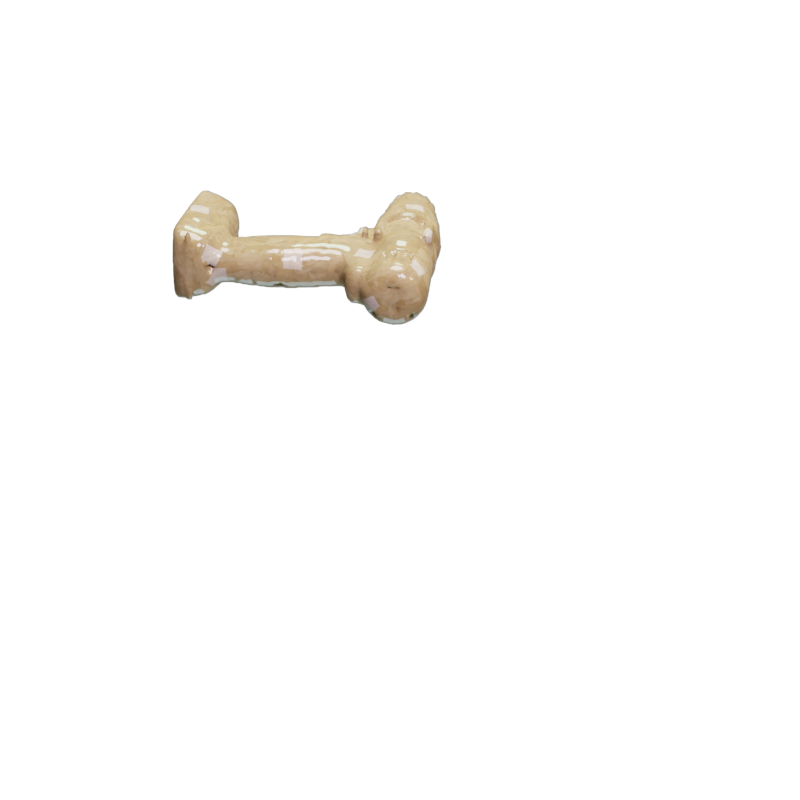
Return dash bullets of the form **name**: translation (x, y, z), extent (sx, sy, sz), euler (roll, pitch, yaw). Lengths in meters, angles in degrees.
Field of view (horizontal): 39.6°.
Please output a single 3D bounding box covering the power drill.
- **power drill**: translation (-0.064, -0.117, 0.821), extent (0.189, 0.055, 0.192), euler (3, 26, 6)
